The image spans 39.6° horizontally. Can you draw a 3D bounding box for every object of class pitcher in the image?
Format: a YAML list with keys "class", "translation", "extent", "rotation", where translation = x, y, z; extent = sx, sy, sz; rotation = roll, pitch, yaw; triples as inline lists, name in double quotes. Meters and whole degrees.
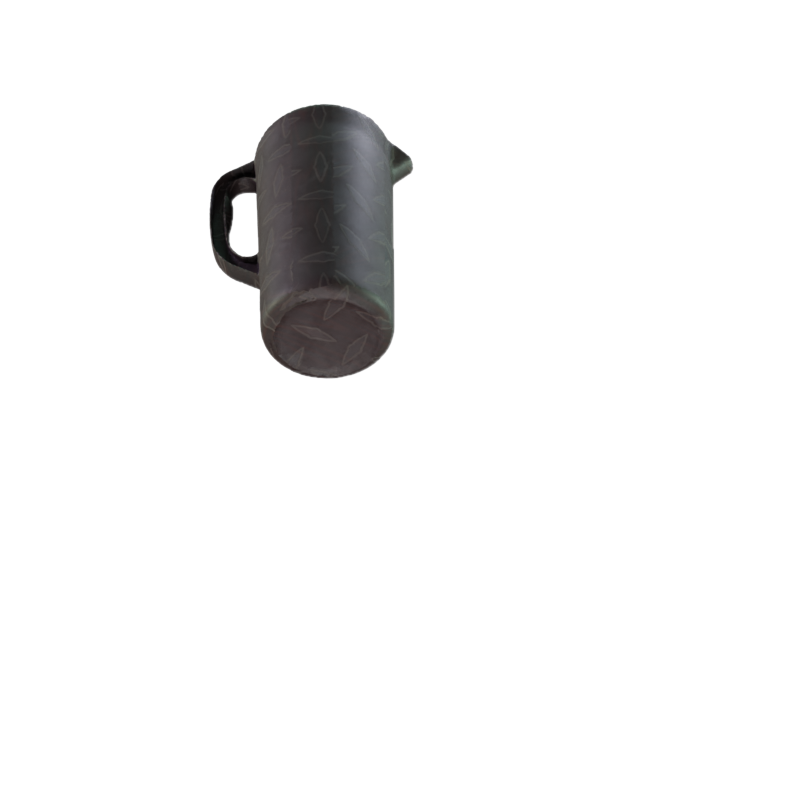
- class: "pitcher"
  translation: [-0.076, -0.139, 0.972]
  extent: [0.137, 0.261, 0.147]
  rotation: [31, -55, -29]
